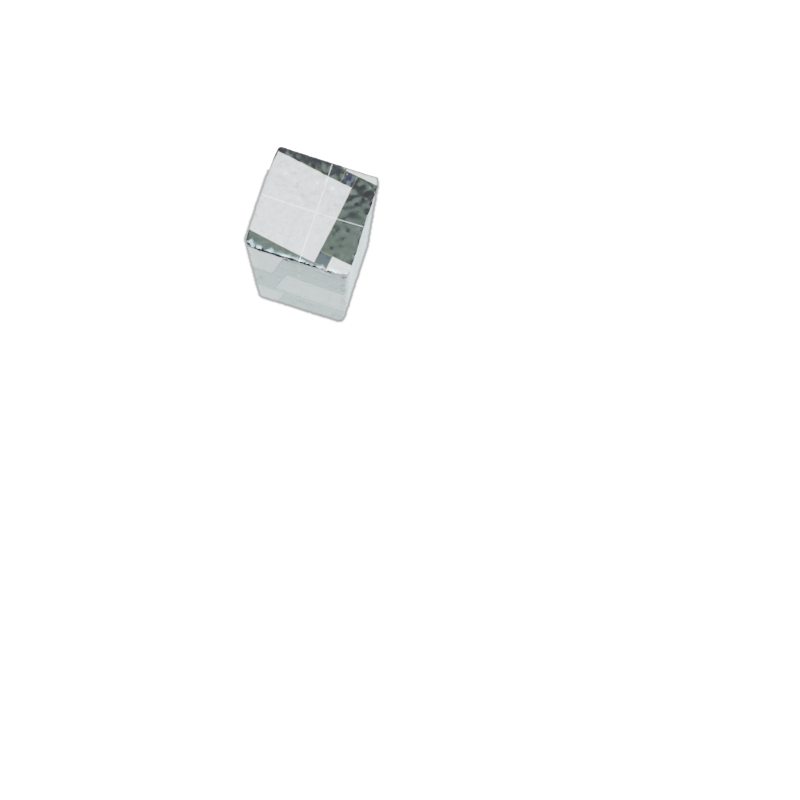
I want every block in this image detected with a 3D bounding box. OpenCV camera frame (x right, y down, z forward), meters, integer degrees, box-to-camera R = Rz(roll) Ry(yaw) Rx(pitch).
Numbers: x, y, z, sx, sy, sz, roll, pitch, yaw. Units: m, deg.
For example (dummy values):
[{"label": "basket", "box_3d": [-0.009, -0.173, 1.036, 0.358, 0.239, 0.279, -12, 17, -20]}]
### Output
[{"label": "block", "box_3d": [-0.079, -0.142, 0.997, 0.091, 0.092, 0.201, 18, -9, -1]}]
